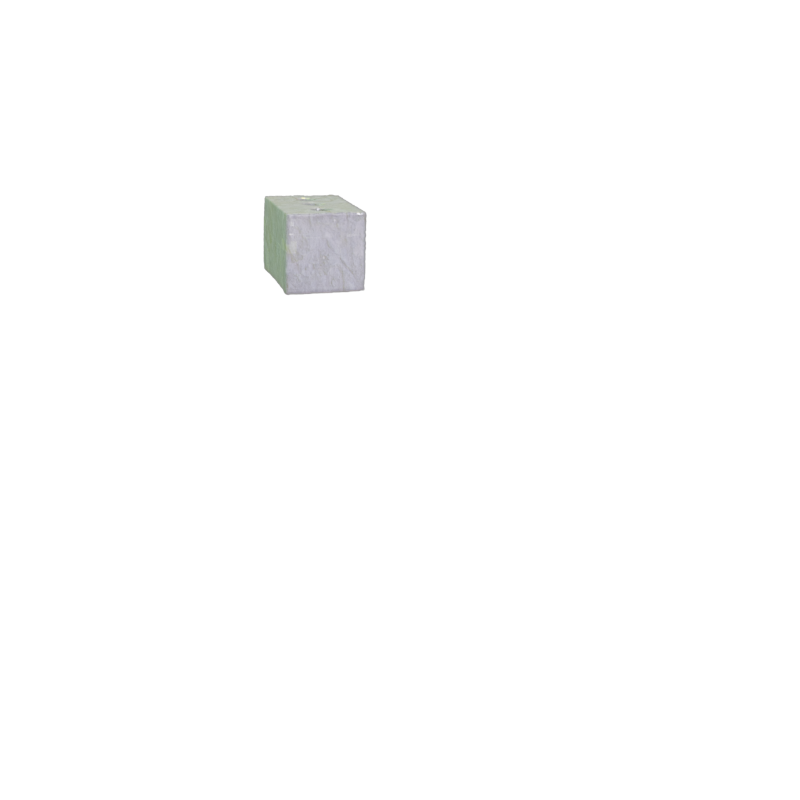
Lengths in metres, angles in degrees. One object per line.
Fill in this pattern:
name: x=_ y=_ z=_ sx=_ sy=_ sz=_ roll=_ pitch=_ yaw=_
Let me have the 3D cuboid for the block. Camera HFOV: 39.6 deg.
block: x=-0.056 y=-0.102 z=0.714 sx=0.052 sy=0.050 sz=0.082 roll=-4 pitch=17 yaw=-15
